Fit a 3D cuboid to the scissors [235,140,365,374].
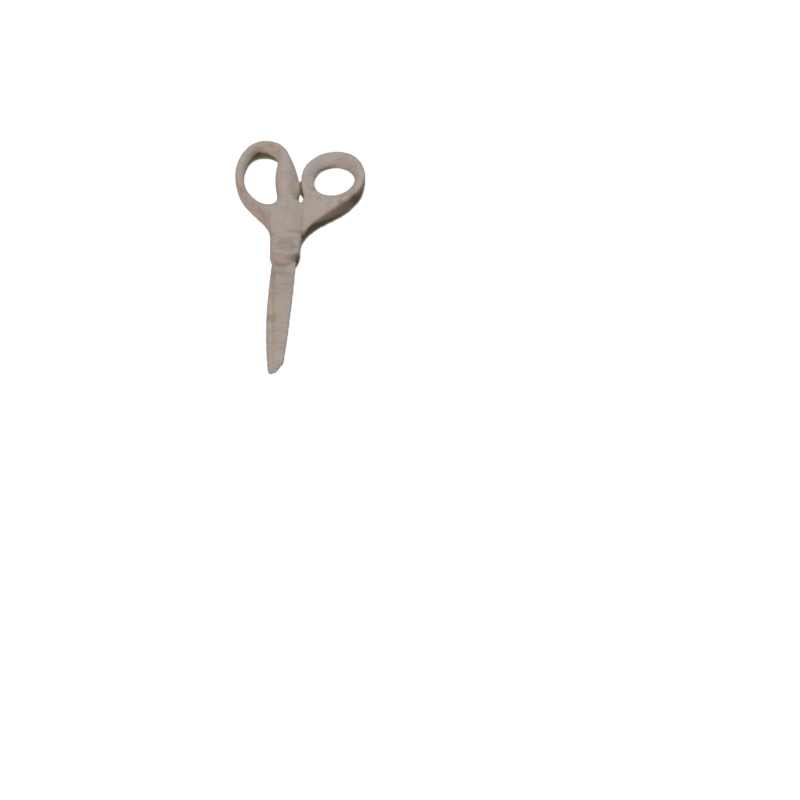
[{"bbox_3d":[-0.055,-0.100,0.702,0.095,0.218,0.015,-11,-42,-10],"label":"scissors"}]
